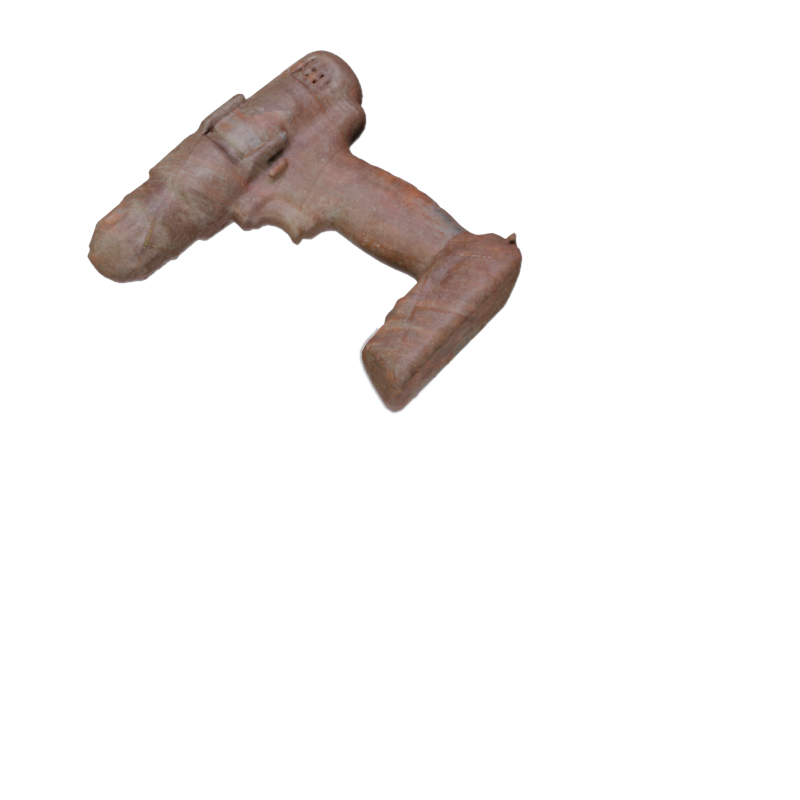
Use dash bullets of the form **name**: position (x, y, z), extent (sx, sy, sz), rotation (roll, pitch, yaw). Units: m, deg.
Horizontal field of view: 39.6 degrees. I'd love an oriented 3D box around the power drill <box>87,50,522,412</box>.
- **power drill**: position (-0.046, -0.084, 0.589), extent (0.196, 0.186, 0.054), rotation (42, -19, 17)
